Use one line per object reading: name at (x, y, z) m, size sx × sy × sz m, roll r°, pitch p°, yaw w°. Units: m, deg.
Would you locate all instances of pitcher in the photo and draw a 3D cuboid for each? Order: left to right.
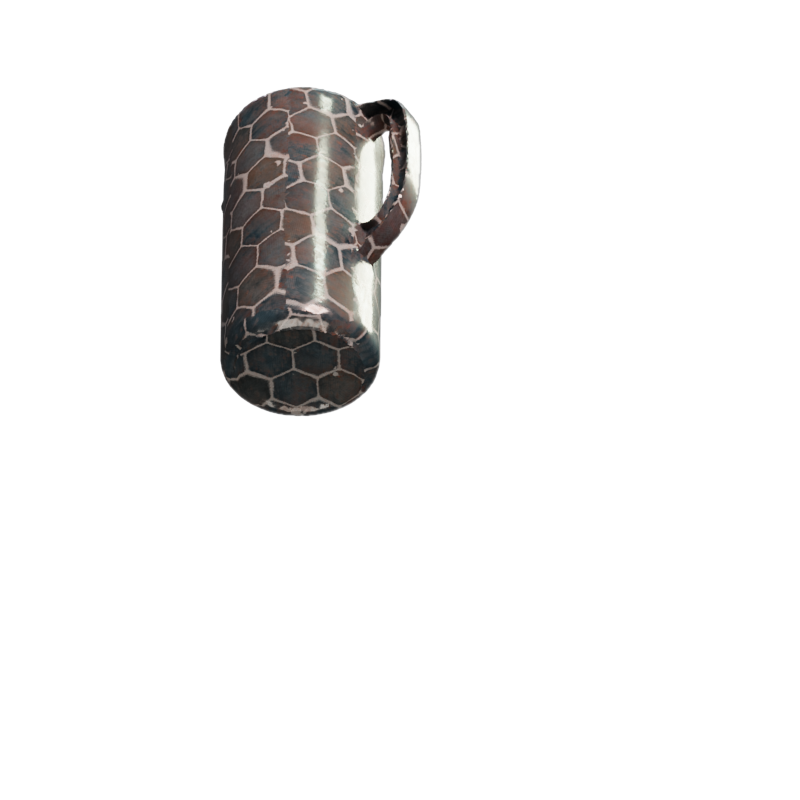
pitcher at (-0.064, -0.117, 0.821) m, size 0.143 × 0.261 × 0.140 m, roll 5°, pitch -44°, yaw -9°
